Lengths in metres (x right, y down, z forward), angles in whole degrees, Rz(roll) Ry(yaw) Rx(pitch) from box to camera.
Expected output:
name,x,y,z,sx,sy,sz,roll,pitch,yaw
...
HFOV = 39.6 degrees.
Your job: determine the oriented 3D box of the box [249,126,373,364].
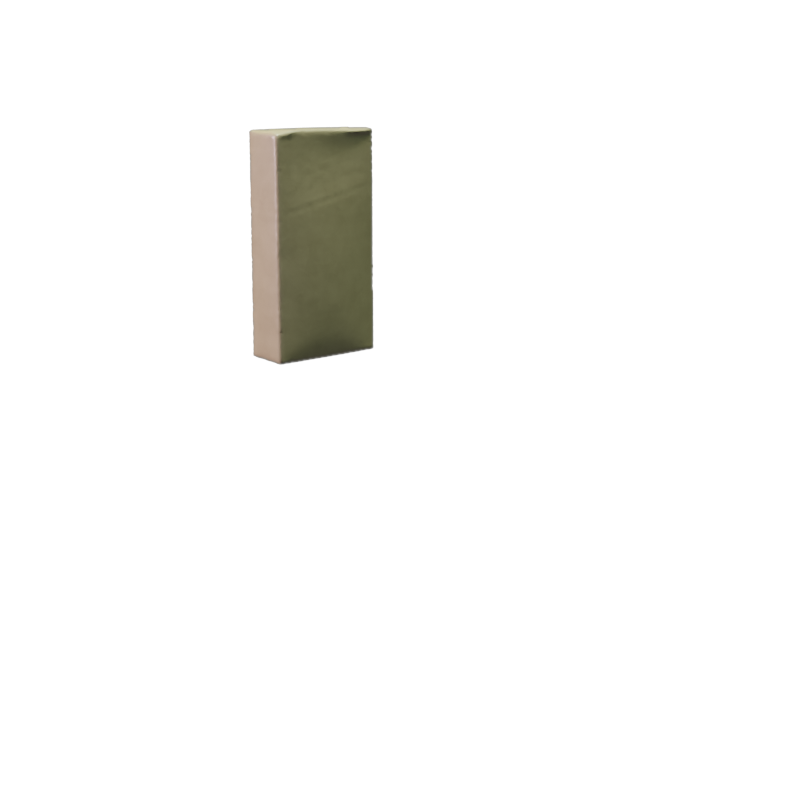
name,x,y,z,sx,sy,sz,roll,pitch,yaw
box,-0.067,-0.123,0.860,0.091,0.172,0.051,-8,14,-37
